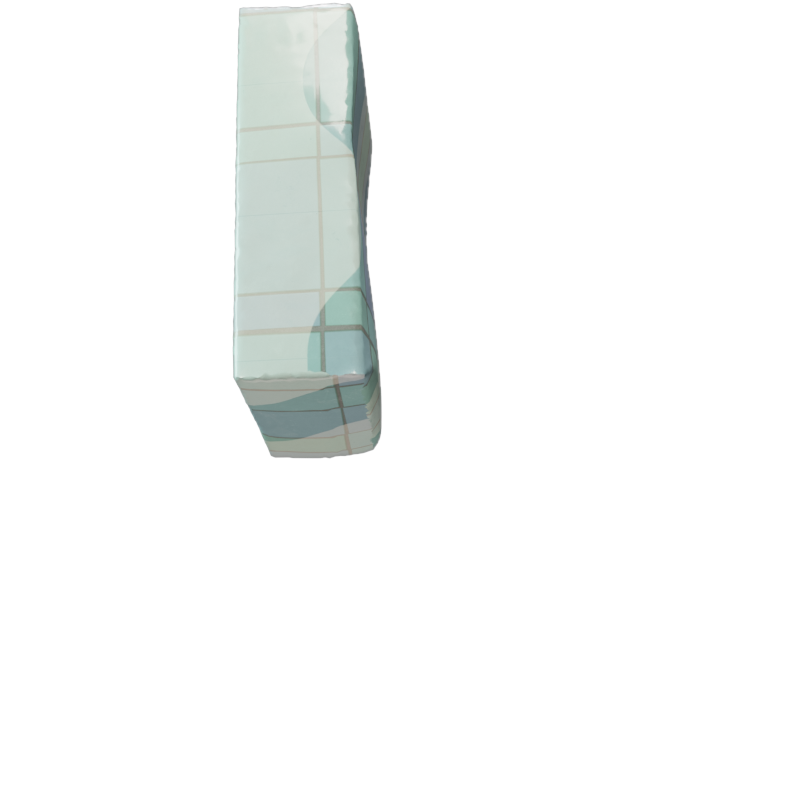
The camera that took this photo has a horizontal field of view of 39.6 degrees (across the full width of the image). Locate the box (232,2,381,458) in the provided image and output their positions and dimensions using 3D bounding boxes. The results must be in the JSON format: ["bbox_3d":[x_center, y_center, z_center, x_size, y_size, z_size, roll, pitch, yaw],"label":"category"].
[{"bbox_3d":[-0.049,-0.090,0.630,0.072,0.225,0.156,-2,-21,1],"label":"box"}]
